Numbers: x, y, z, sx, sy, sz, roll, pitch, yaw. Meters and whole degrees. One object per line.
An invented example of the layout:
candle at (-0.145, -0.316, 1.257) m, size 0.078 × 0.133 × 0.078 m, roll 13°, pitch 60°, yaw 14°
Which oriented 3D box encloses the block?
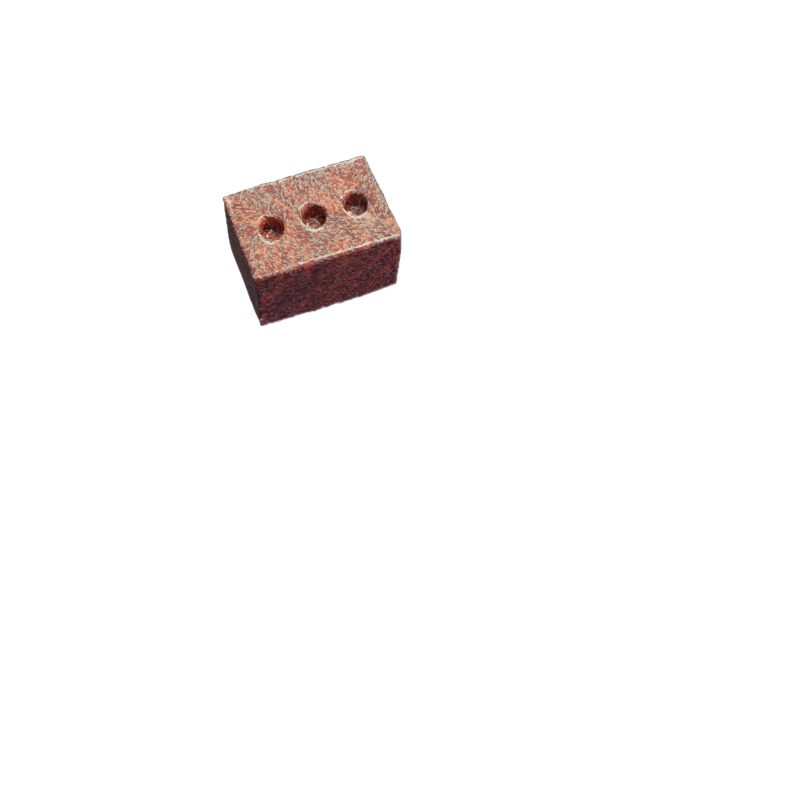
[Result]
block at (-0.044, -0.080, 0.562) m, size 0.077 × 0.056 × 0.048 m, roll -19°, pitch -25°, yaw -11°
